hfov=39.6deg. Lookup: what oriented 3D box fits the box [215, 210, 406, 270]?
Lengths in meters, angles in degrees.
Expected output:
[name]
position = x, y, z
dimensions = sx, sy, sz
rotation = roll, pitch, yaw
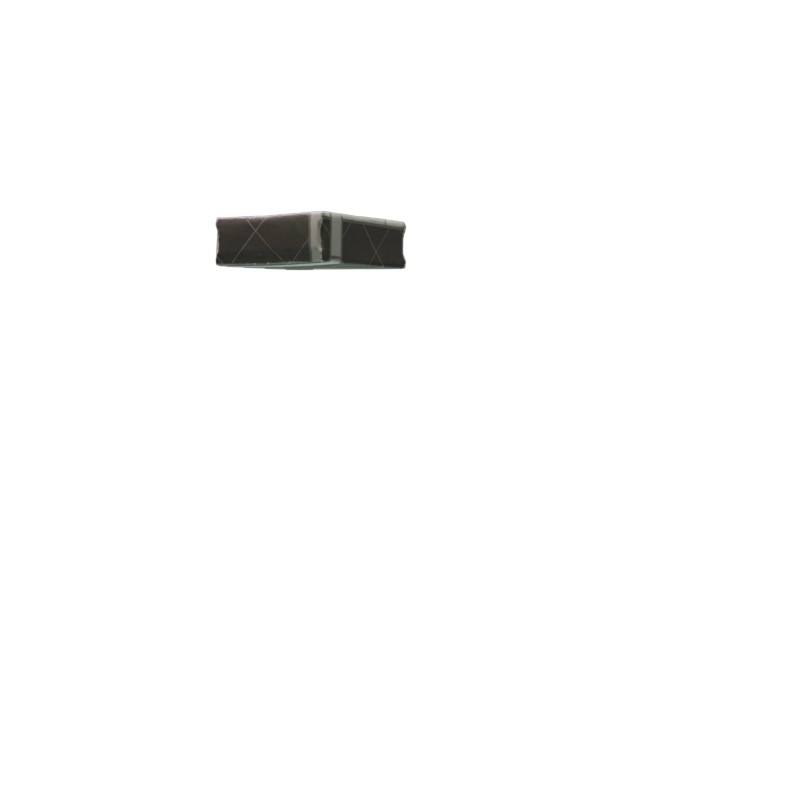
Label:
[box]
position = -0.049, -0.090, 0.627
dimensions = 0.076, 0.030, 0.086
rotation = 2, 5, 33
